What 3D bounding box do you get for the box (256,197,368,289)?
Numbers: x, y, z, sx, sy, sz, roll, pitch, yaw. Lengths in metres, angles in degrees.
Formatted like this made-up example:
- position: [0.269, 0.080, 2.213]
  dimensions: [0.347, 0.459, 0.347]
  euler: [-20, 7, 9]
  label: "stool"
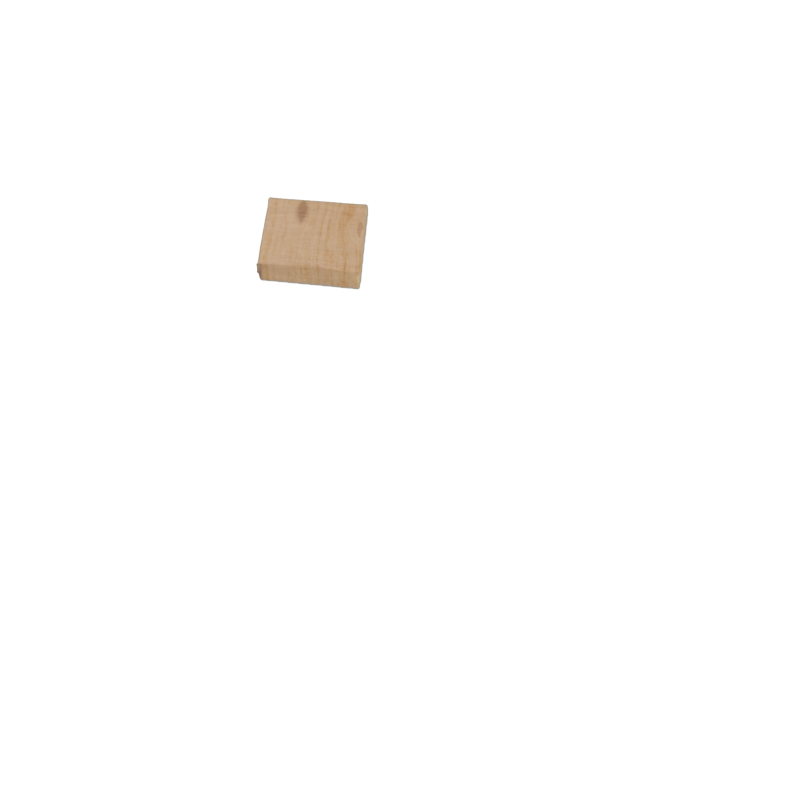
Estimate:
- position: [-0.075, -0.137, 0.956]
  dimensions: [0.090, 0.078, 0.028]
  euler: [5, -33, 3]
  label: "box"
